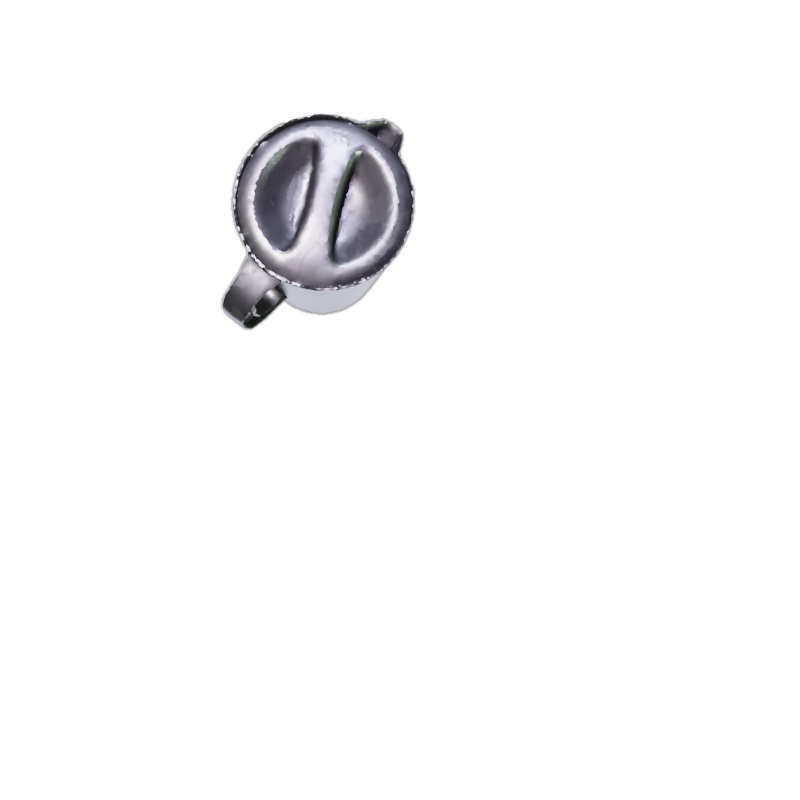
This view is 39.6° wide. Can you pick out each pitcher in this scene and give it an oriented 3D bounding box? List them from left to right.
[{"bbox_3d":[-0.072,-0.131,0.919,0.149,0.148,0.239,-5,-5,-4],"label":"pitcher"}]
